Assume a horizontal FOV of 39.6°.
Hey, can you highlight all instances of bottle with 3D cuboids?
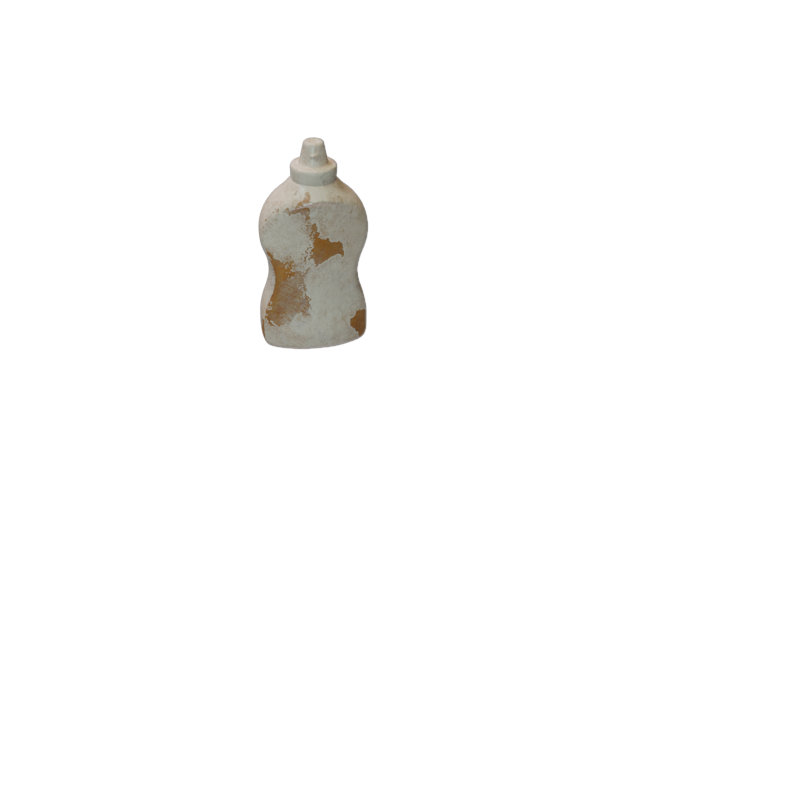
[{"bbox_3d":[-0.077,-0.140,0.980,0.095,0.181,0.062,-3,28,-9],"label":"bottle"}]
